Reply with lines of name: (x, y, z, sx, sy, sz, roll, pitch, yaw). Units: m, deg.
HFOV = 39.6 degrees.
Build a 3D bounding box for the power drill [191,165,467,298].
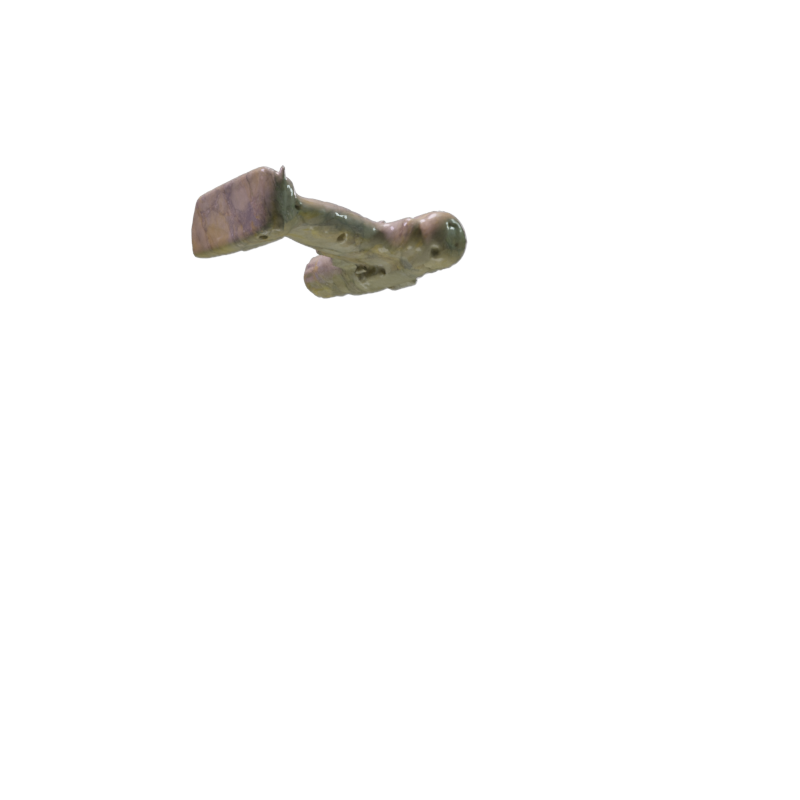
power drill: (-0.070, -0.127, 0.890, 0.178, 0.059, 0.187, 9, -14, -38)
